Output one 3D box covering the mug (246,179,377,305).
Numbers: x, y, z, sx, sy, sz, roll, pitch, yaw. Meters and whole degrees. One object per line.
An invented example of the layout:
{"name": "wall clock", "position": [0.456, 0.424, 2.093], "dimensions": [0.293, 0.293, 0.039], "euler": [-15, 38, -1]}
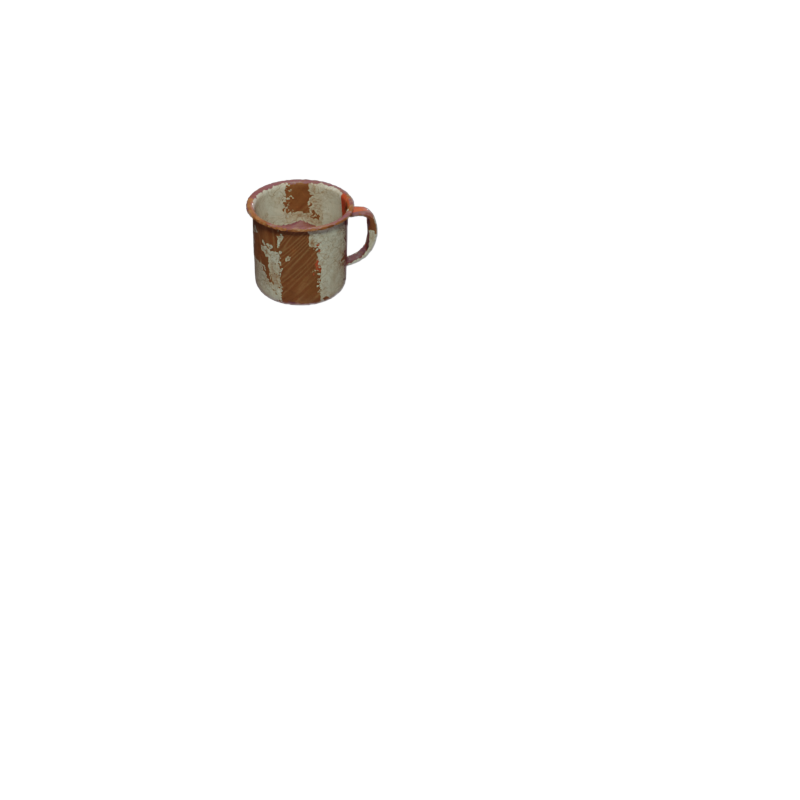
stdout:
{"name": "mug", "position": [-0.076, -0.139, 0.972], "dimensions": [0.115, 0.076, 0.101], "euler": [-12, 37, -18]}
